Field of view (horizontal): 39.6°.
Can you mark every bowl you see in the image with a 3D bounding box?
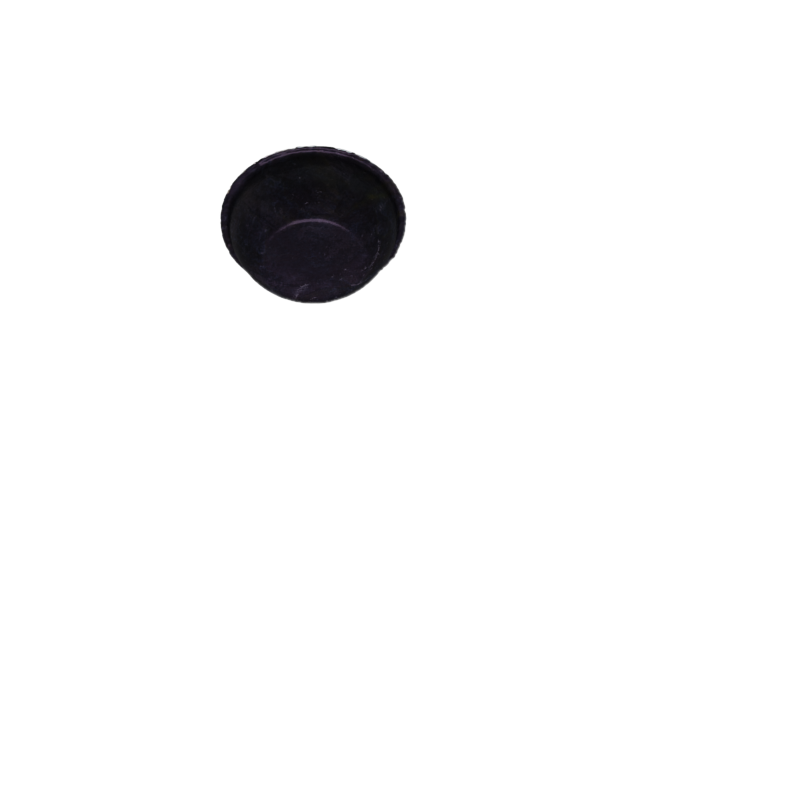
[{"bbox_3d":[-0.074,-0.134,0.940,0.162,0.151,0.059,1,42,-1],"label":"bowl"}]
